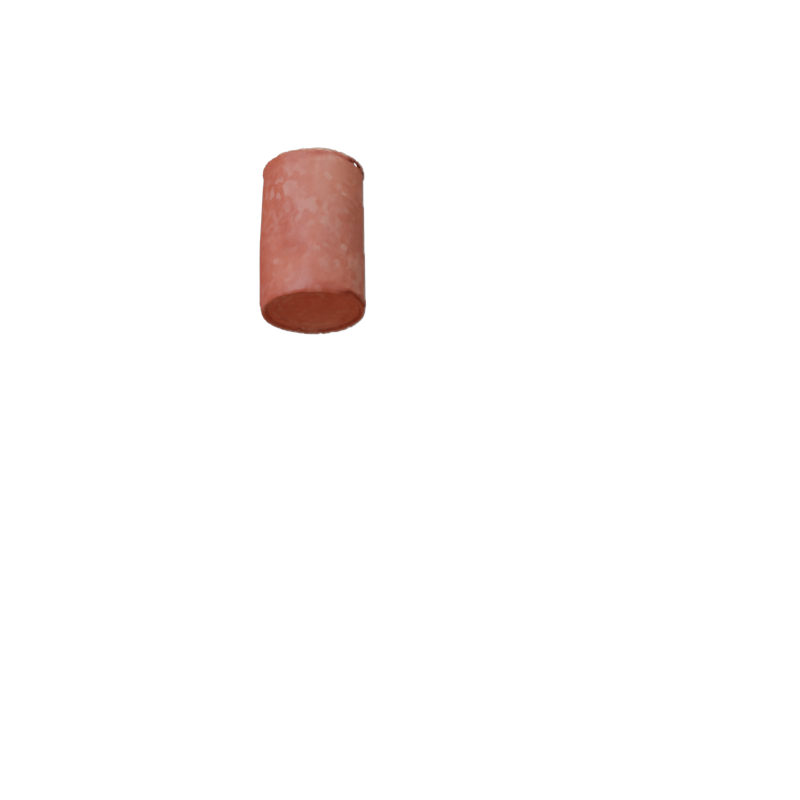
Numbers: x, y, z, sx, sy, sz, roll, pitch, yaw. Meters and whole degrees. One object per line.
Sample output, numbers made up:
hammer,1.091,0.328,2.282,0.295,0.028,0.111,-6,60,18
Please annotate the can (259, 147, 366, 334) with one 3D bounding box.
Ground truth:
can,-0.056,-0.102,0.713,0.068,0.108,0.065,0,-26,-2
